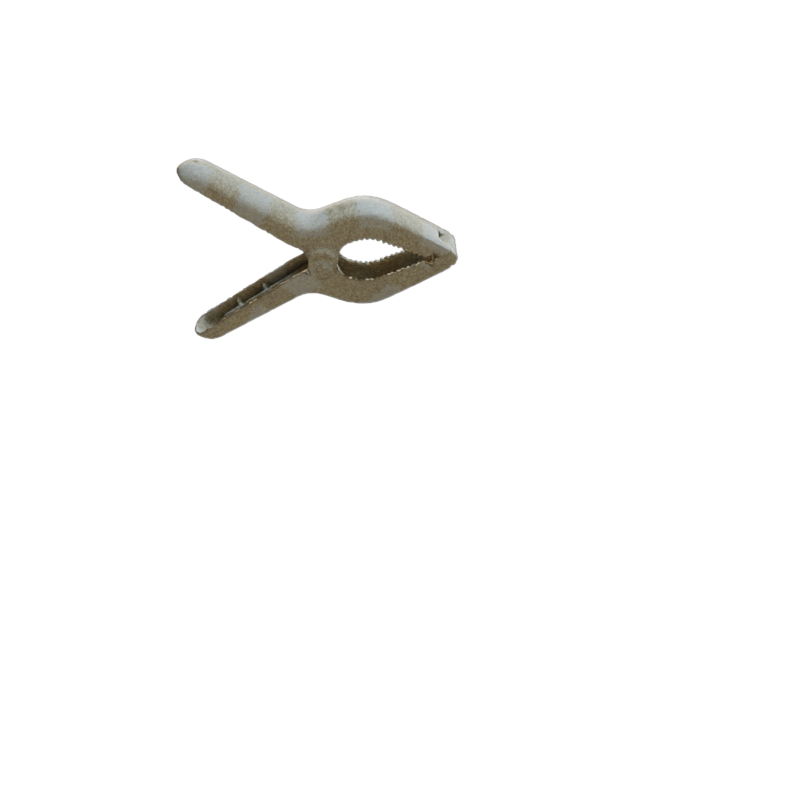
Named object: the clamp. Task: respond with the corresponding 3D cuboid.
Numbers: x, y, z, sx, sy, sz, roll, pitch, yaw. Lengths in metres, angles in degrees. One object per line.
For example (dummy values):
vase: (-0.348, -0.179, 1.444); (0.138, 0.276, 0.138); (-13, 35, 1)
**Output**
clamp: (-0.064, -0.118, 0.823); (0.211, 0.152, 0.039); (-5, 43, 4)
